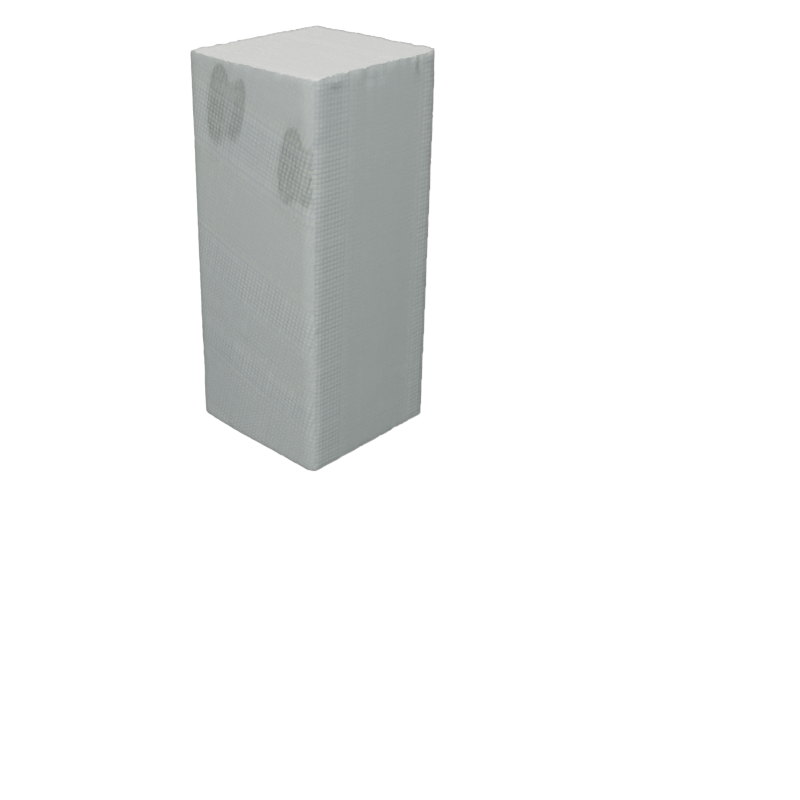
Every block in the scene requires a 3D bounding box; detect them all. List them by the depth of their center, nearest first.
[{"bbox_3d":[-0.045,-0.083,0.584,0.096,0.196,0.090,22,31,39],"label":"block"}]
